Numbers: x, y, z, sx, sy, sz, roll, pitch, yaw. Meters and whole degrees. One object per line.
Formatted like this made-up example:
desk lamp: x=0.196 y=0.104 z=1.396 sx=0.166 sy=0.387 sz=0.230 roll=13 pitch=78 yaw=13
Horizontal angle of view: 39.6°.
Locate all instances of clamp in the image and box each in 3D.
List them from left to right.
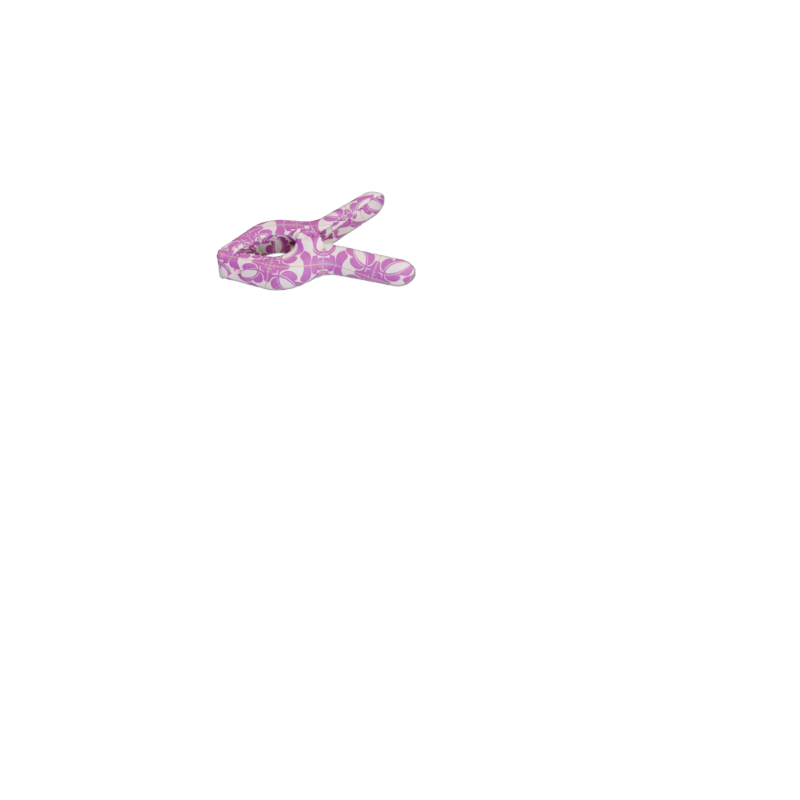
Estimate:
clamp: x=-0.078 y=-0.142 z=0.993 sx=0.171 sy=0.037 sz=0.129 roll=-3 pitch=39 yaw=-3
